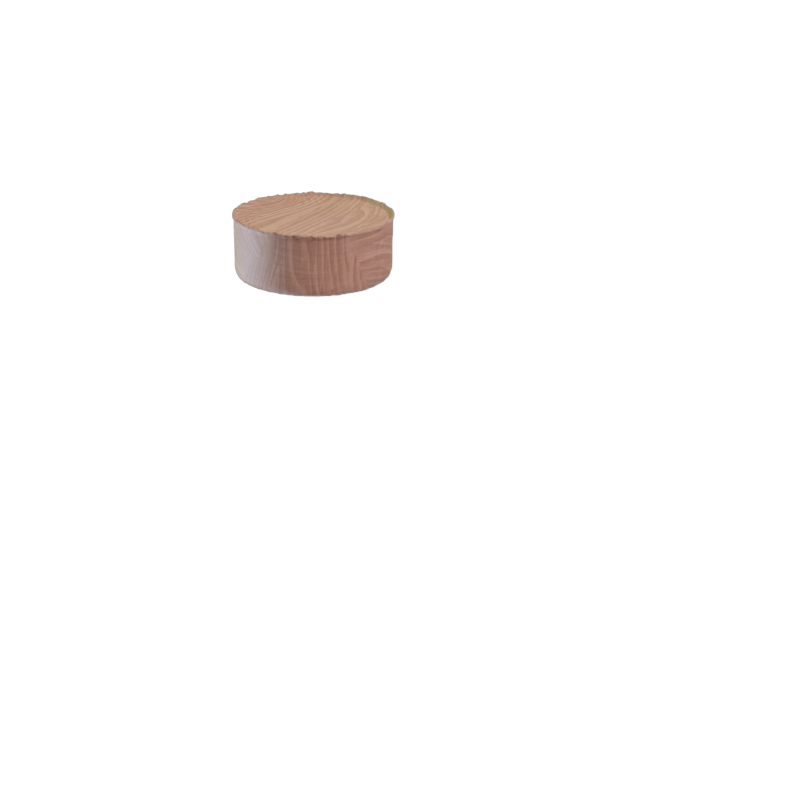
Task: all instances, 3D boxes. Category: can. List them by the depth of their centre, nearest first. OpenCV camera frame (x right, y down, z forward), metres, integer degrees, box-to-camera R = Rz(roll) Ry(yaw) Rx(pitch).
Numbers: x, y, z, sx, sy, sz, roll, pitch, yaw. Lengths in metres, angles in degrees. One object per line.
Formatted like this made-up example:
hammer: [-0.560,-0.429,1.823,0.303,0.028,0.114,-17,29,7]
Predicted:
can: [-0.046,-0.084,0.589,0.086,0.032,0.090,-1,23,-2]
